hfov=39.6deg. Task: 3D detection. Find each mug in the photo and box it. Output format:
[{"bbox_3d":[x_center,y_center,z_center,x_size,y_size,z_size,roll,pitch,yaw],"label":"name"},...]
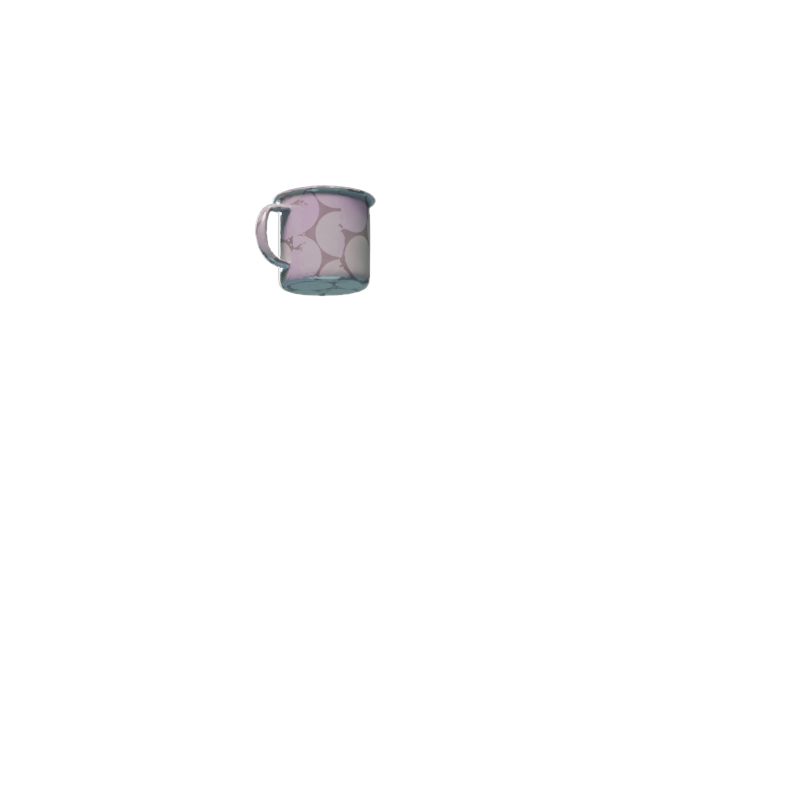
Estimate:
[{"bbox_3d":[-0.077,-0.140,0.982,0.111,0.084,0.095,7,-12,-40],"label":"mug"}]
